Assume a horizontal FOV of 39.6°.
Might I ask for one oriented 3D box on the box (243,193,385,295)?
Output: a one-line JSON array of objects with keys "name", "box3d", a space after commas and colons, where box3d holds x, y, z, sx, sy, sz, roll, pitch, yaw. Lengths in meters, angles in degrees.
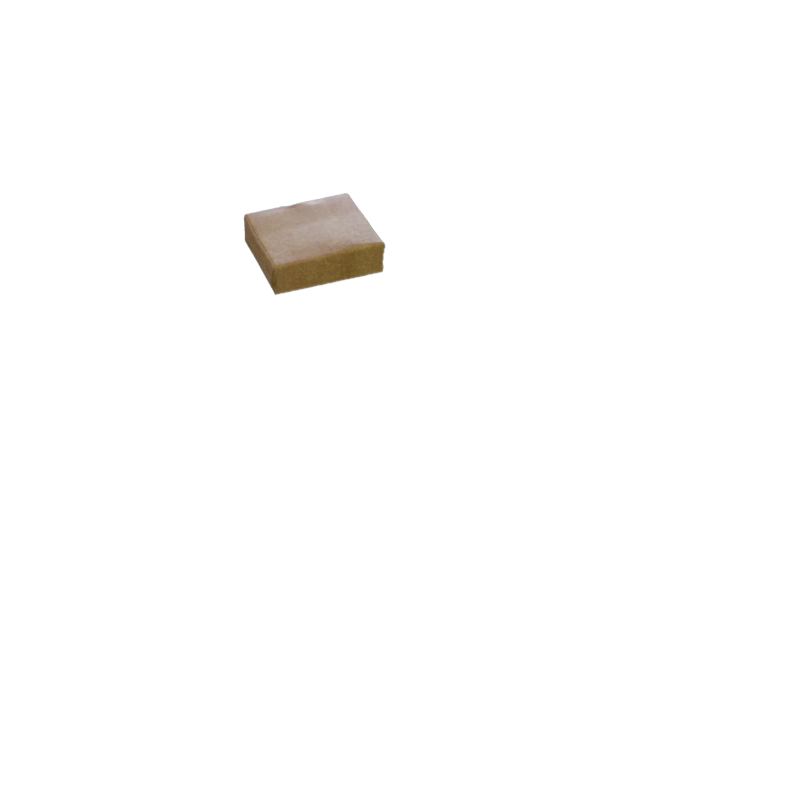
[{"name": "box", "box3d": [-0.066, -0.120, 0.839, 0.088, 0.028, 0.079, -15, 43, -17]}]
